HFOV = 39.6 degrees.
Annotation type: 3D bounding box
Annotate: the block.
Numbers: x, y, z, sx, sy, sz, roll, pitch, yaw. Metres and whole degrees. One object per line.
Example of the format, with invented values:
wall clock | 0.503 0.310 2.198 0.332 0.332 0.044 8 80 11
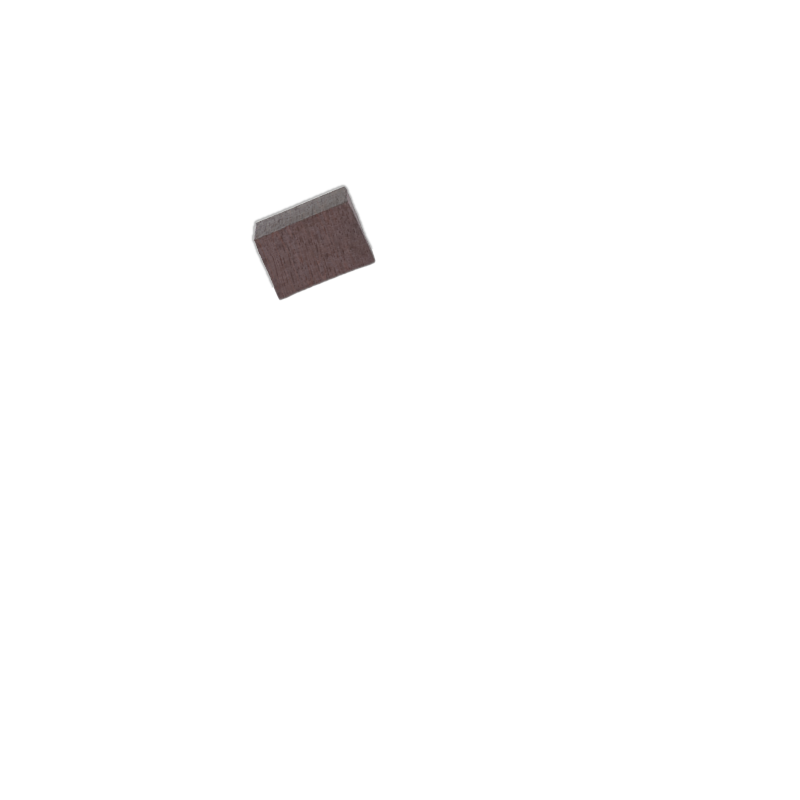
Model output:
block | -0.065 -0.118 0.828 0.078 0.050 0.054 -21 20 6
